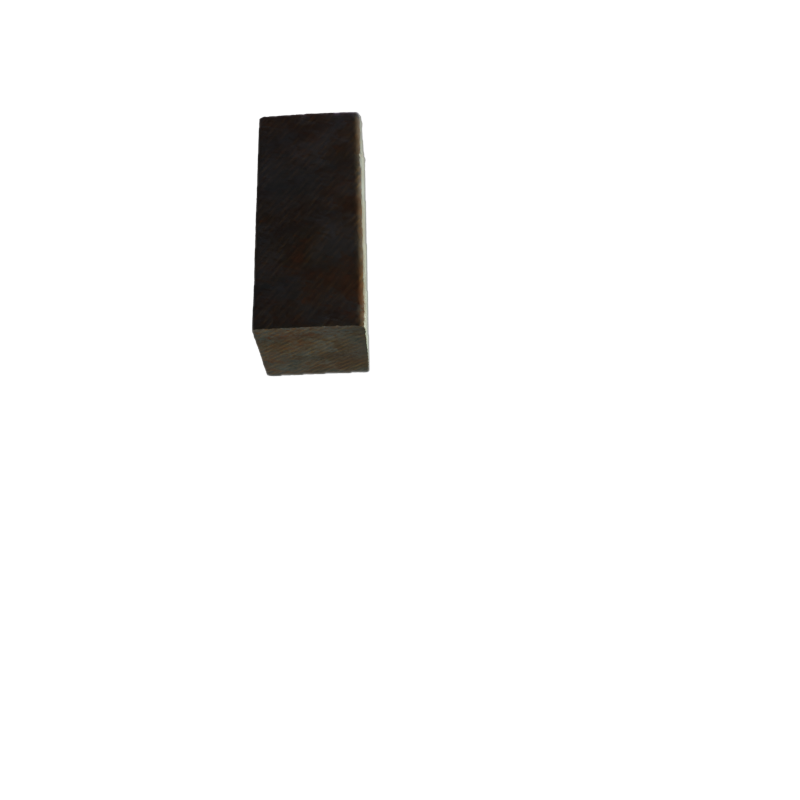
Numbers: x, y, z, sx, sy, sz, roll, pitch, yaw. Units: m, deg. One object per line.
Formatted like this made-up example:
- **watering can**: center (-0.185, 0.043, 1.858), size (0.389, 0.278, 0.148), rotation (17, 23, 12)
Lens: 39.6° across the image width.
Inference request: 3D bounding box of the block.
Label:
- **block**: center (-0.073, -0.135, 0.944), size (0.090, 0.219, 0.085), rotation (-3, -28, 2)
